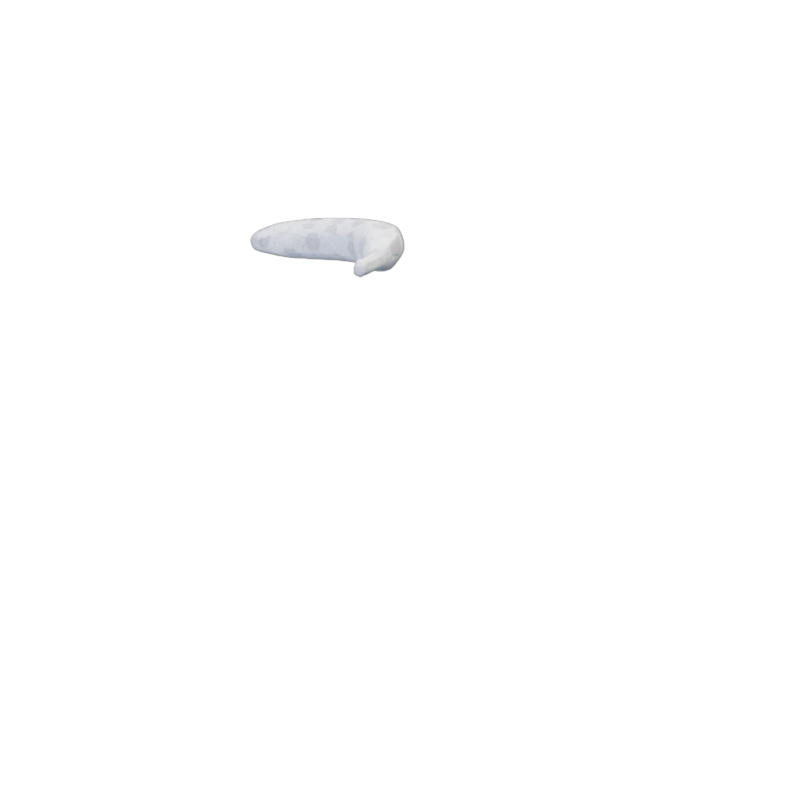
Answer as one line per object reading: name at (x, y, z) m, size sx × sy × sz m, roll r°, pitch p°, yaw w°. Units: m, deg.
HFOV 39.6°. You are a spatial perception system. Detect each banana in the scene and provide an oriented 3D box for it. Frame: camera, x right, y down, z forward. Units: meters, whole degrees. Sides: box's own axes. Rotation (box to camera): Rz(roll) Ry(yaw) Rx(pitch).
banana at (-0.051, -0.126, 0.878) m, size 0.068 × 0.036 × 0.207 m, roll -6°, pitch 13°, yaw -29°
